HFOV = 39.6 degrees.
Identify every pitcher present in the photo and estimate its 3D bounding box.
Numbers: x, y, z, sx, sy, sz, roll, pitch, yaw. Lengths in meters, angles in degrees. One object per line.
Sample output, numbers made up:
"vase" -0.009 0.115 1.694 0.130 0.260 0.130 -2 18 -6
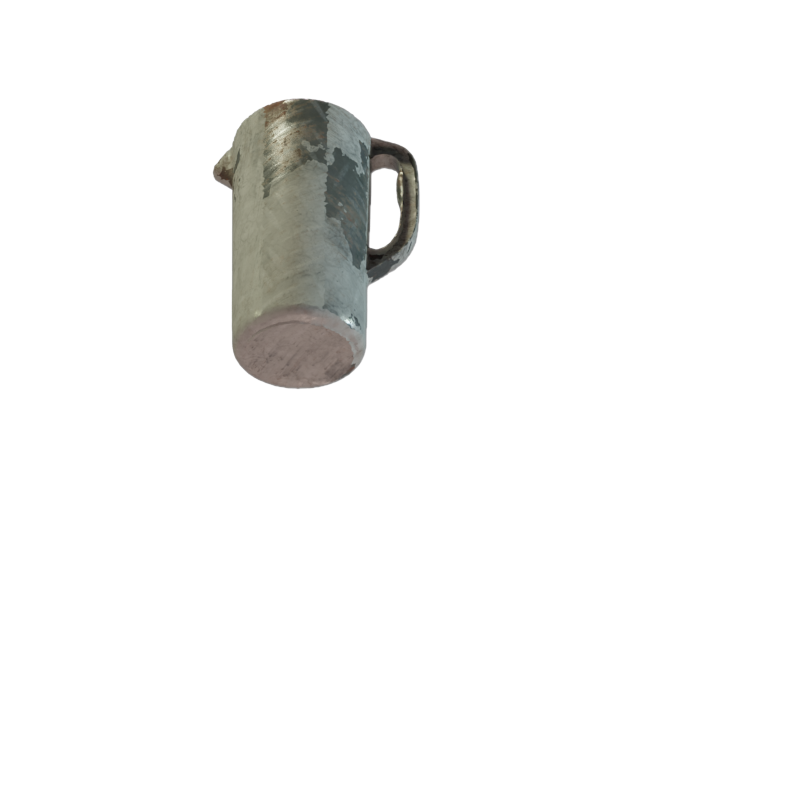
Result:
"pitcher" -0.075 -0.137 0.958 0.137 0.261 0.147 27 -47 -32
